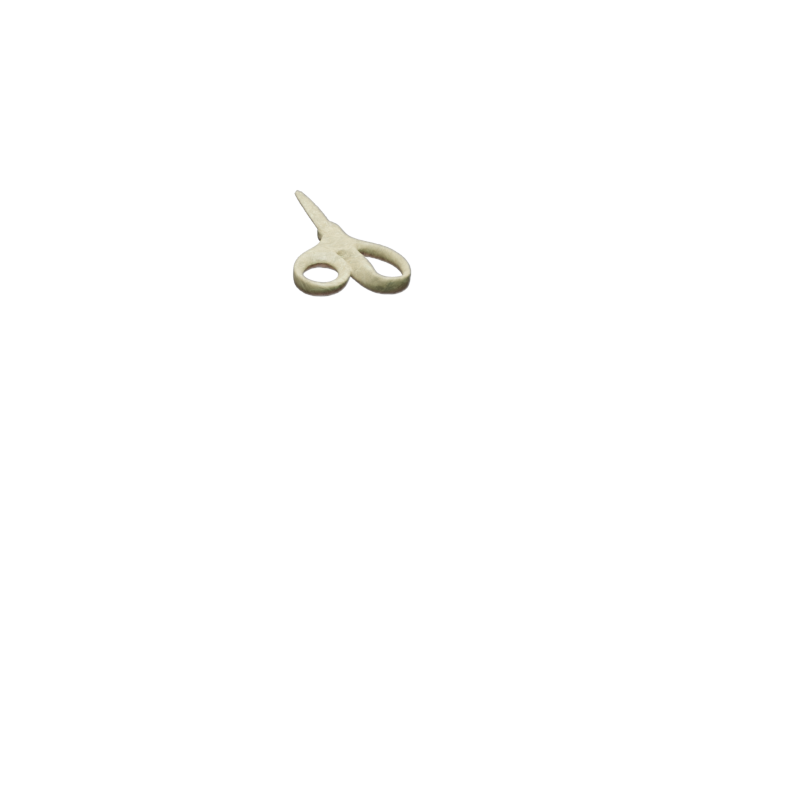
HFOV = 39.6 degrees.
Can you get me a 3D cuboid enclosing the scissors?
[{"bbox_3d":[-0.069,-0.126,0.885,0.095,0.015,0.217,-18,35,-28],"label":"scissors"}]
